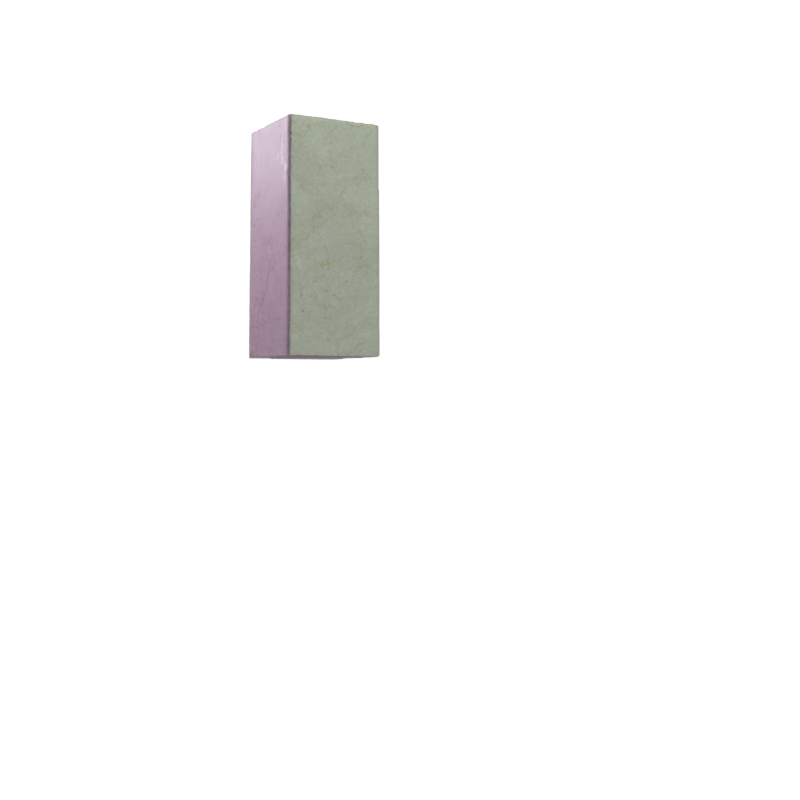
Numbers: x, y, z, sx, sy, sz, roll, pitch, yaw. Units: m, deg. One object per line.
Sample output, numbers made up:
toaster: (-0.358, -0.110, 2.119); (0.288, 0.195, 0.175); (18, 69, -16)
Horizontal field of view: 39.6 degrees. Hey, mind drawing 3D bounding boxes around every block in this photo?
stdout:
block: (-0.078, -0.141, 0.991); (0.087, 0.210, 0.092); (3, -8, -29)
